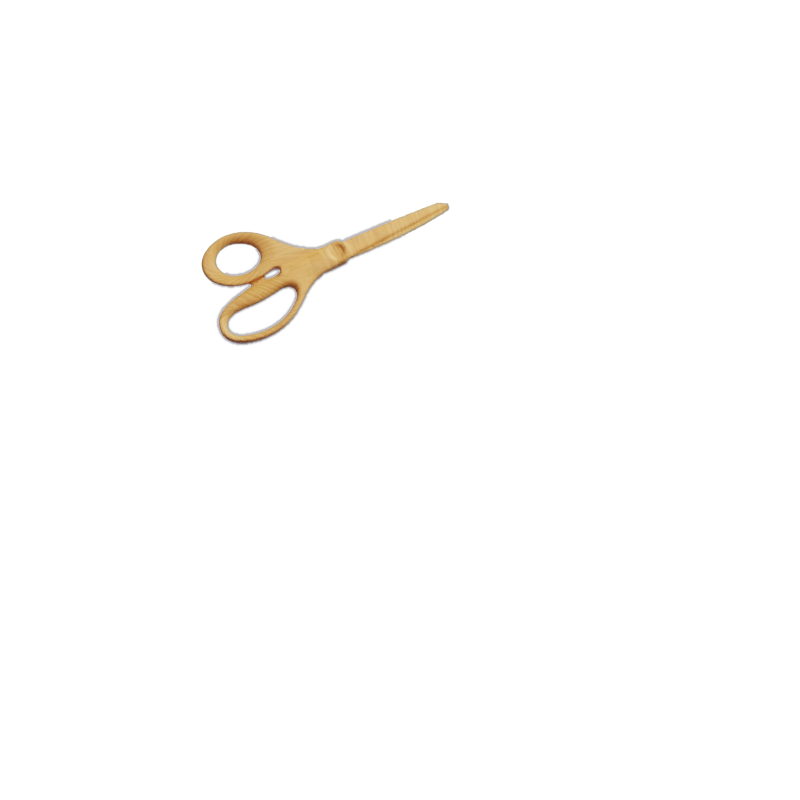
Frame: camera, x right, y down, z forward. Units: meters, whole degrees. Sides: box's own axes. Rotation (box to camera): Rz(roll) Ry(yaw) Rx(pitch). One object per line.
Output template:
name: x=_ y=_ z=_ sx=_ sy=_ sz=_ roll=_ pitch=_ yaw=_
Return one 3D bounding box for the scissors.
scissors: x=-0.067 y=-0.123 z=0.859 sx=0.203 sy=0.100 sz=0.015 roll=-40 pitch=-15 yaw=-13
